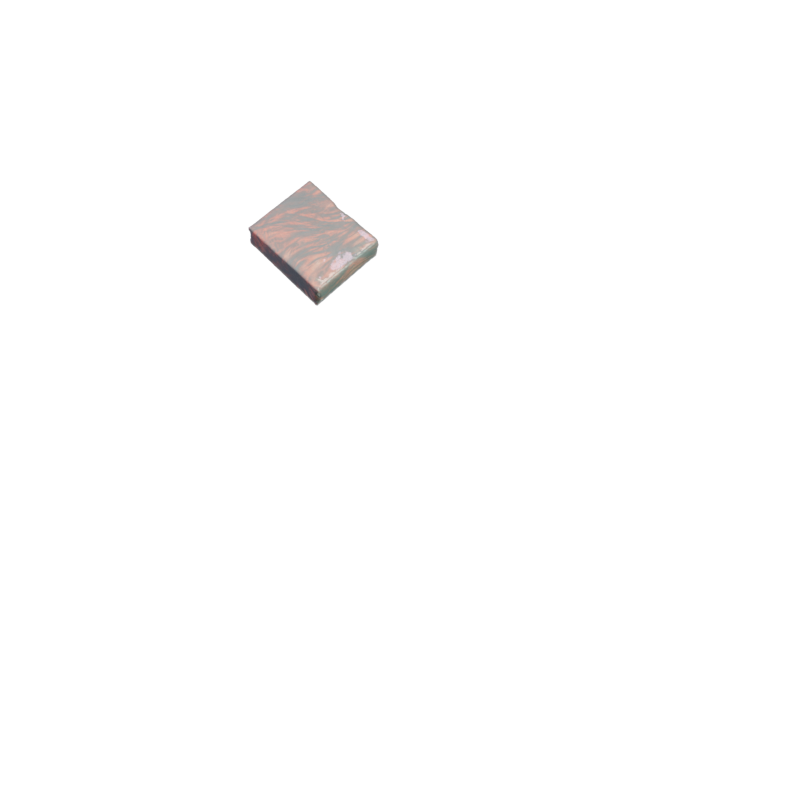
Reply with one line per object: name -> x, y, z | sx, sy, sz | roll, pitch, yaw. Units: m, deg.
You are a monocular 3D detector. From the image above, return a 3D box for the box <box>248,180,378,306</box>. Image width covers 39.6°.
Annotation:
box -> -0.075, -0.137, 0.962 | 0.074, 0.094, 0.028 | -40, -21, -20
